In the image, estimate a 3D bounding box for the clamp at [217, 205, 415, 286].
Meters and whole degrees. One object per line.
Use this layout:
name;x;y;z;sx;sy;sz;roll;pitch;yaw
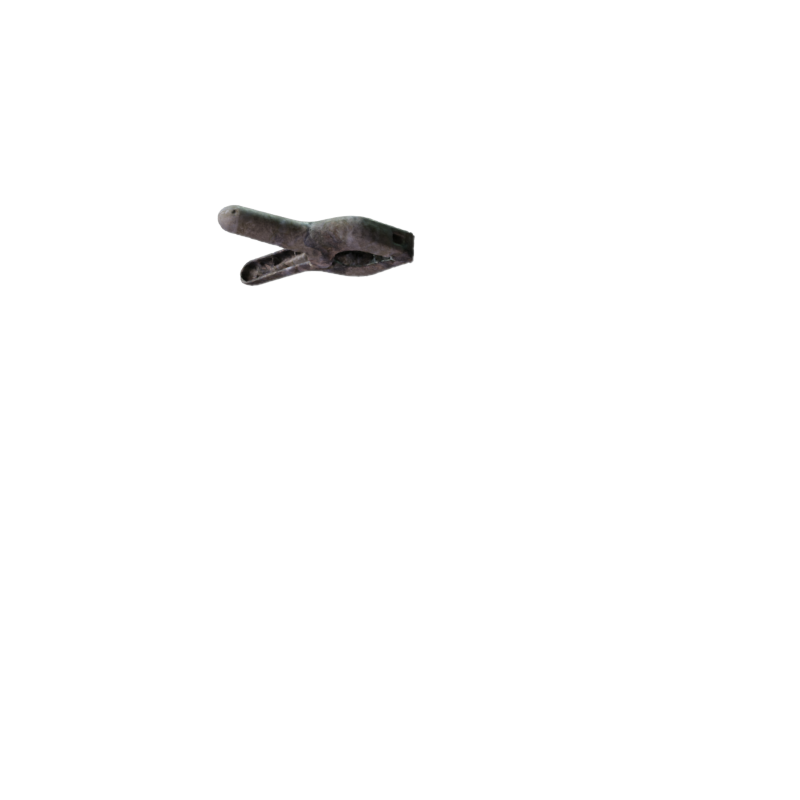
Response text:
clamp;-0.076;-0.139;0.975;0.174;0.041;0.113;-4;-18;13
